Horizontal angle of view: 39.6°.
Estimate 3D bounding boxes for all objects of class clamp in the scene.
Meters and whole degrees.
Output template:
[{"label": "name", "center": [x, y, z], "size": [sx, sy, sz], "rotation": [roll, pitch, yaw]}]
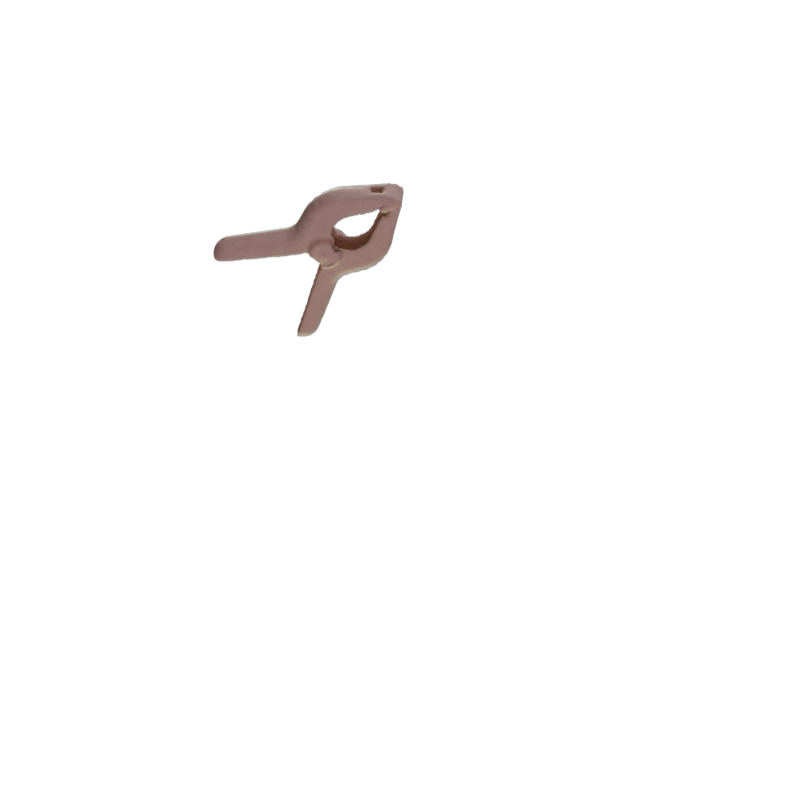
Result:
[{"label": "clamp", "center": [-0.074, -0.135, 0.943], "size": [0.114, 0.042, 0.168], "rotation": [34, -60, -24]}]
